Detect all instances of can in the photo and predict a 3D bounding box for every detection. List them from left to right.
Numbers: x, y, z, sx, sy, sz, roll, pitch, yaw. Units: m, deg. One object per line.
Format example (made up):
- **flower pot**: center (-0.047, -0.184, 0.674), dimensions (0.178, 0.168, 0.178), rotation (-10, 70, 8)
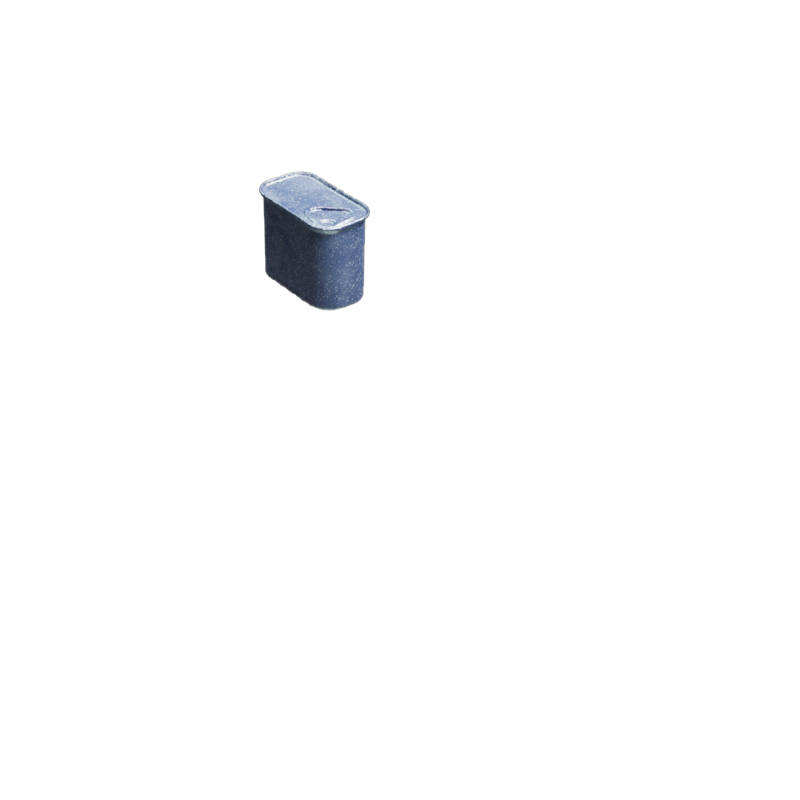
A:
- **can**: center (-0.073, -0.134, 0.939), dimensions (0.057, 0.079, 0.109), rotation (-23, 41, -32)
